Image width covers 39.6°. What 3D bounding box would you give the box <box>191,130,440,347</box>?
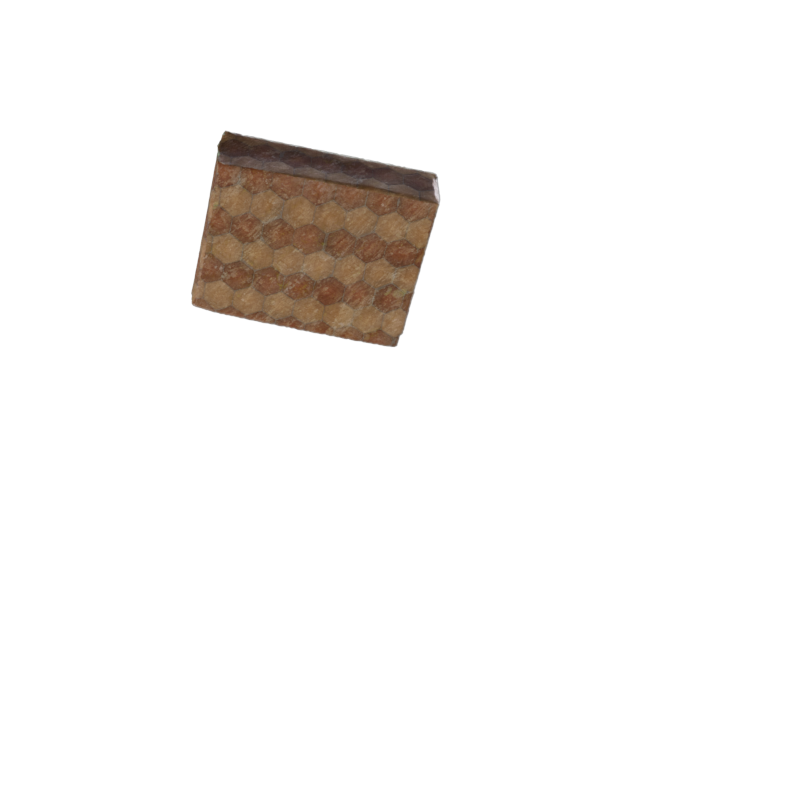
[{"bbox_3d":[-0.044,-0.081,0.565,0.112,0.085,0.041,10,32,-7],"label":"box"}]
